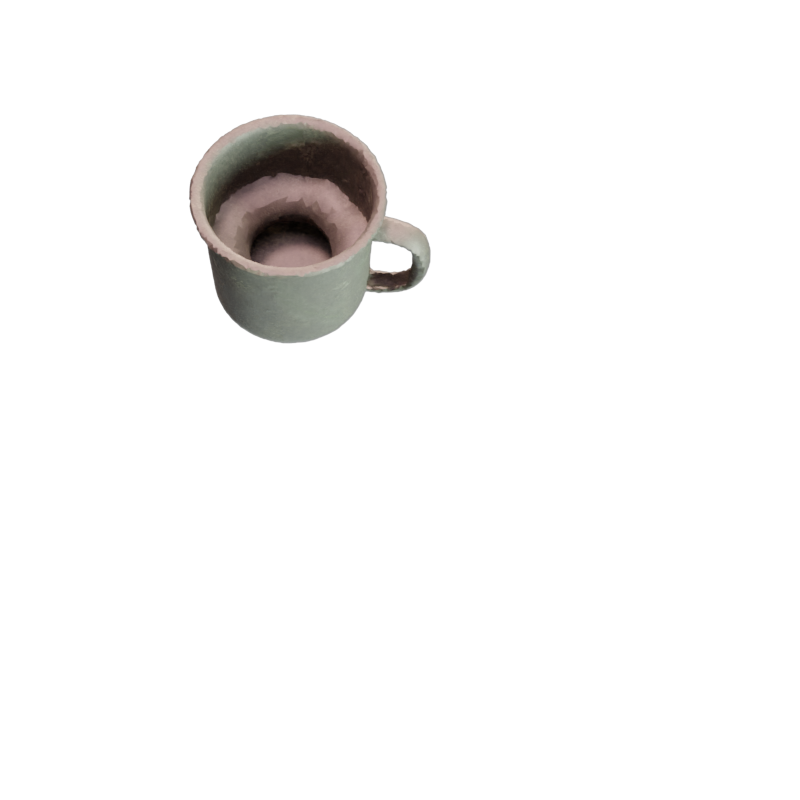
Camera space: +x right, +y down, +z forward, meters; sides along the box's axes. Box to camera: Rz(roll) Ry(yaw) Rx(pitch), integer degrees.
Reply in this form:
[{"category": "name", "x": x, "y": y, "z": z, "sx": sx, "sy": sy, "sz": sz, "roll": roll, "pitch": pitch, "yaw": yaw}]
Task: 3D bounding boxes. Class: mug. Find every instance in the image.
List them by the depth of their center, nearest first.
[{"category": "mug", "x": -0.043, "y": -0.079, "z": 0.551, "sx": 0.118, "sy": 0.098, "sz": 0.077, "roll": 9, "pitch": -29, "yaw": 4}]
